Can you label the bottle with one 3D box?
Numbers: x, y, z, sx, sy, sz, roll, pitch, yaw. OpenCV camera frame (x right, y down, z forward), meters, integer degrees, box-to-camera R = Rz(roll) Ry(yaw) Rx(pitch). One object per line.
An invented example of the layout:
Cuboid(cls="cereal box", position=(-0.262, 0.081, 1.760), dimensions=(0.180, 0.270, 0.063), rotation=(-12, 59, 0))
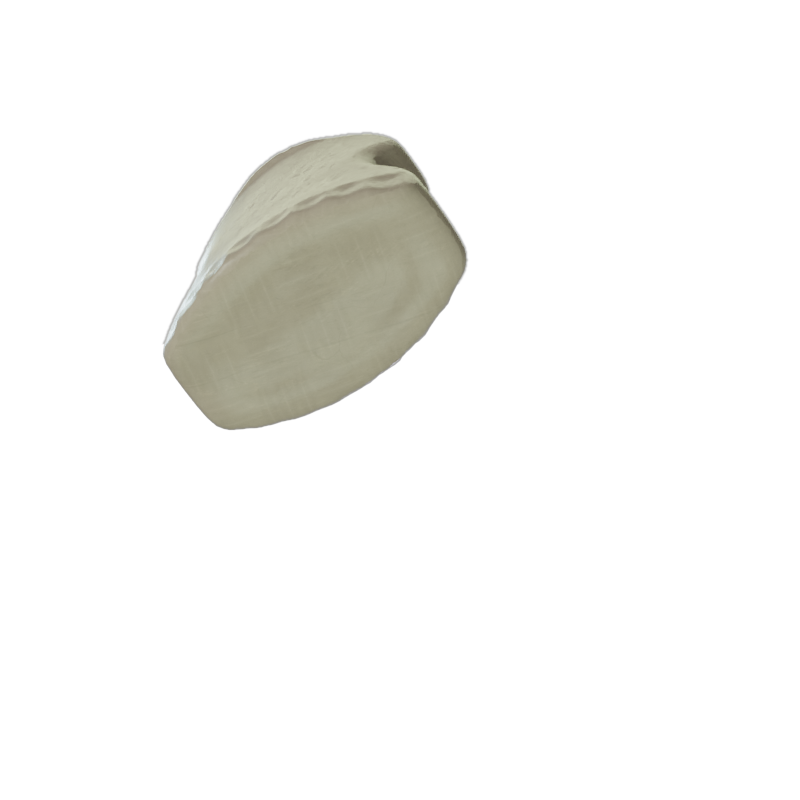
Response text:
Cuboid(cls="bottle", position=(-0.033, -0.060, 0.419), dimensions=(0.096, 0.056, 0.200), rotation=(-35, 19, 9))
